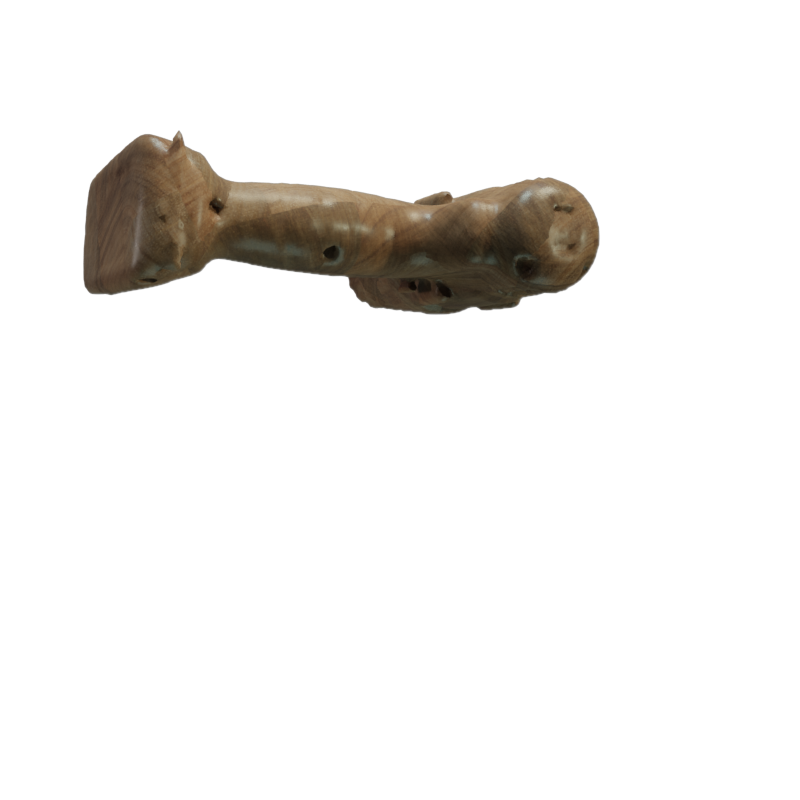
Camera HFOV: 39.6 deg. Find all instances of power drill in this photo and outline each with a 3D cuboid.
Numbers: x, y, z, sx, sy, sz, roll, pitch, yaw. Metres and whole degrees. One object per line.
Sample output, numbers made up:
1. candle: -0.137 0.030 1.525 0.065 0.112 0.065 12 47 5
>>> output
1. power drill: -0.038 -0.069 0.481 0.182 0.058 0.188 1 -2 -24
